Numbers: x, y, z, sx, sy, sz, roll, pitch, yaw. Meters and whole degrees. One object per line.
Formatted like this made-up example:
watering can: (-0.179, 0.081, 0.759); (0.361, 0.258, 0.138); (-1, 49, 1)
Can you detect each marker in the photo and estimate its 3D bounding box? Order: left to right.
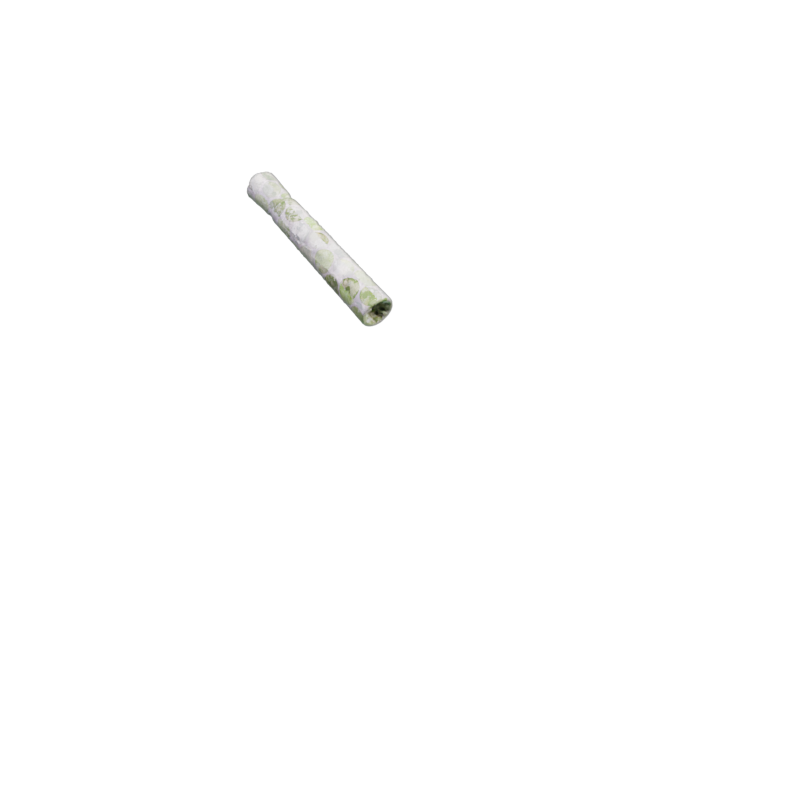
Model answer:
marker: (-0.046, -0.084, 0.587); (0.019, 0.019, 0.130); (-2, 40, -42)
